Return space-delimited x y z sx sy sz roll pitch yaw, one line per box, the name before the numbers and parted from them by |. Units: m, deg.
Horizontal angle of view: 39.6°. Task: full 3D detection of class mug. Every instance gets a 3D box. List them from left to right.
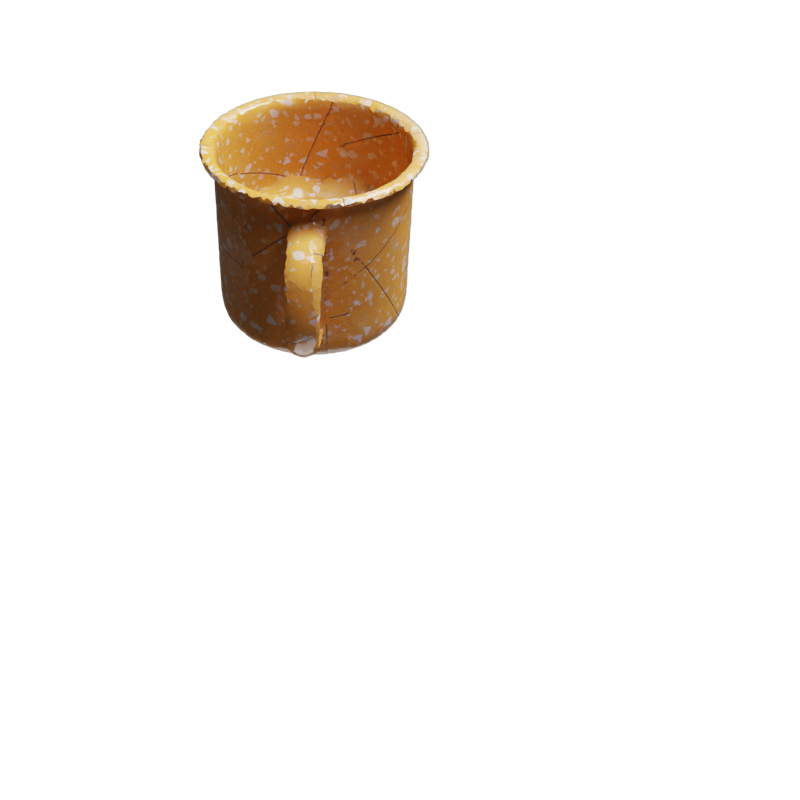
mug | -0.036 -0.066 0.461 0.093 0.076 0.125 0 39 -2
